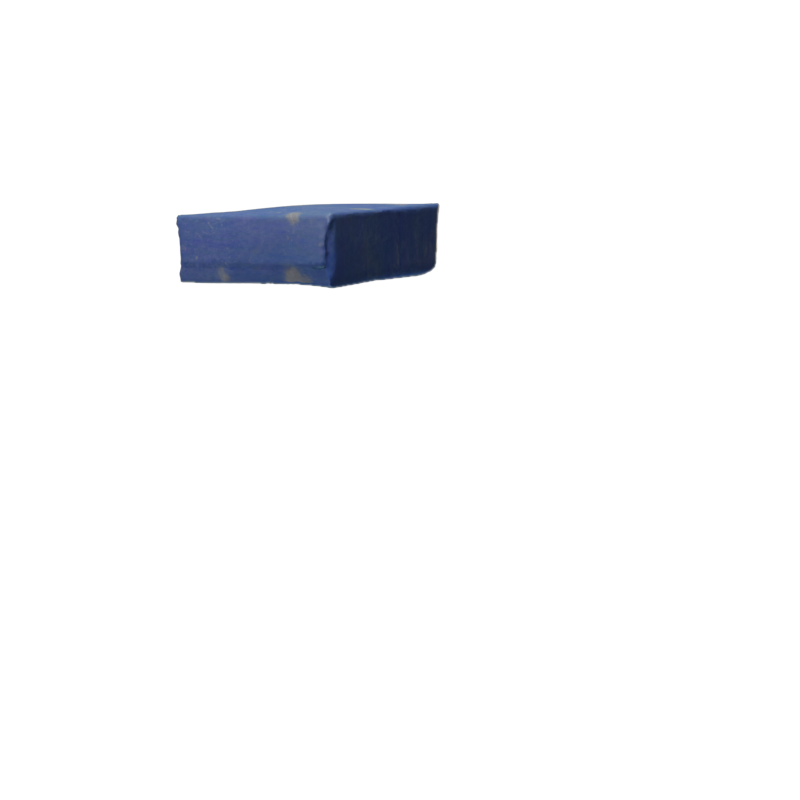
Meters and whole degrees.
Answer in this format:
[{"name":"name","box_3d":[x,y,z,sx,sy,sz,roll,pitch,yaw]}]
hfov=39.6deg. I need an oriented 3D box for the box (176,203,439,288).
[{"name":"box","box_3d":[-0.044,-0.080,0.561,0.093,0.038,0.111,5,11,30]}]
